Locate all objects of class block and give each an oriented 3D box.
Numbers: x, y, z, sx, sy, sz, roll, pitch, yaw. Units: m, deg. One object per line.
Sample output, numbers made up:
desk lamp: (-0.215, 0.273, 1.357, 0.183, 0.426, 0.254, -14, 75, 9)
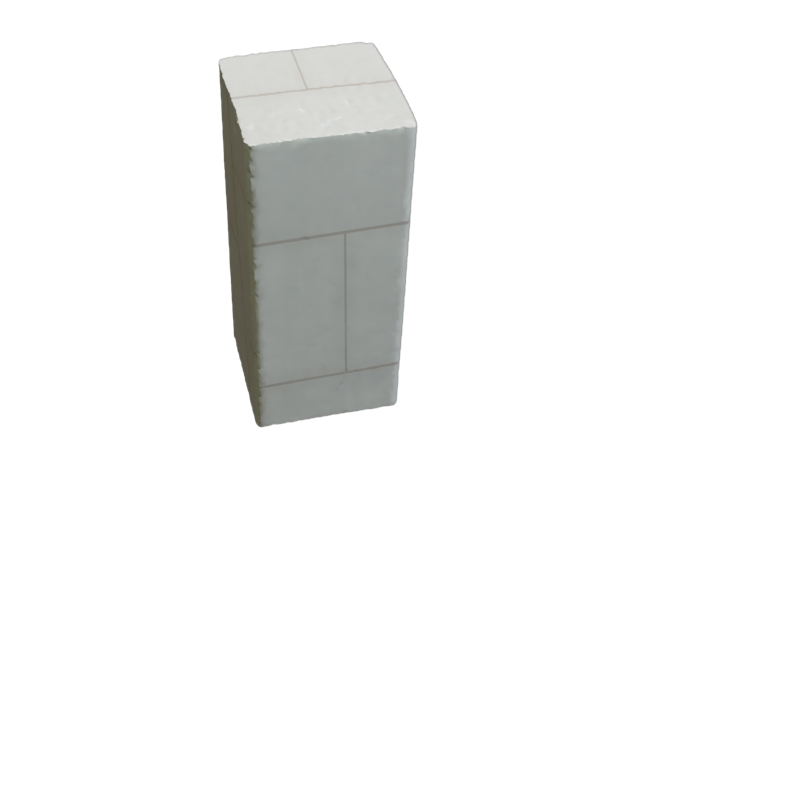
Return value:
block: (-0.050, -0.092, 0.644, 0.090, 0.192, 0.098, -9, 45, -13)
